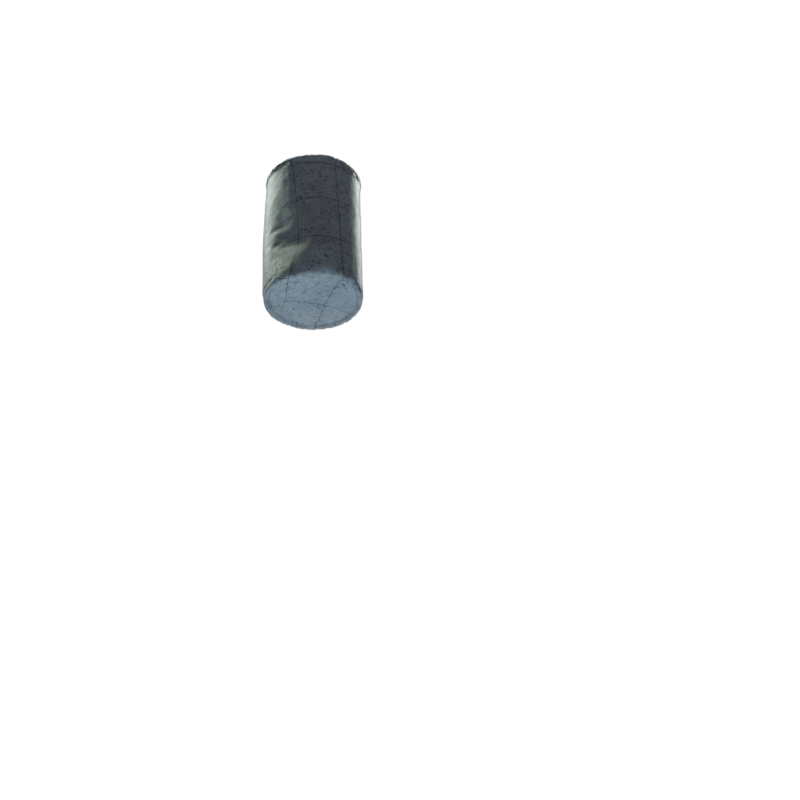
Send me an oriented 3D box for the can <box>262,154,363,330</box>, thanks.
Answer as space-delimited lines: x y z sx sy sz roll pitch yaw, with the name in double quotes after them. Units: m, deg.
-0.059 -0.108 0.756 0.068 0.109 0.064 -1 -35 -2 "can"
